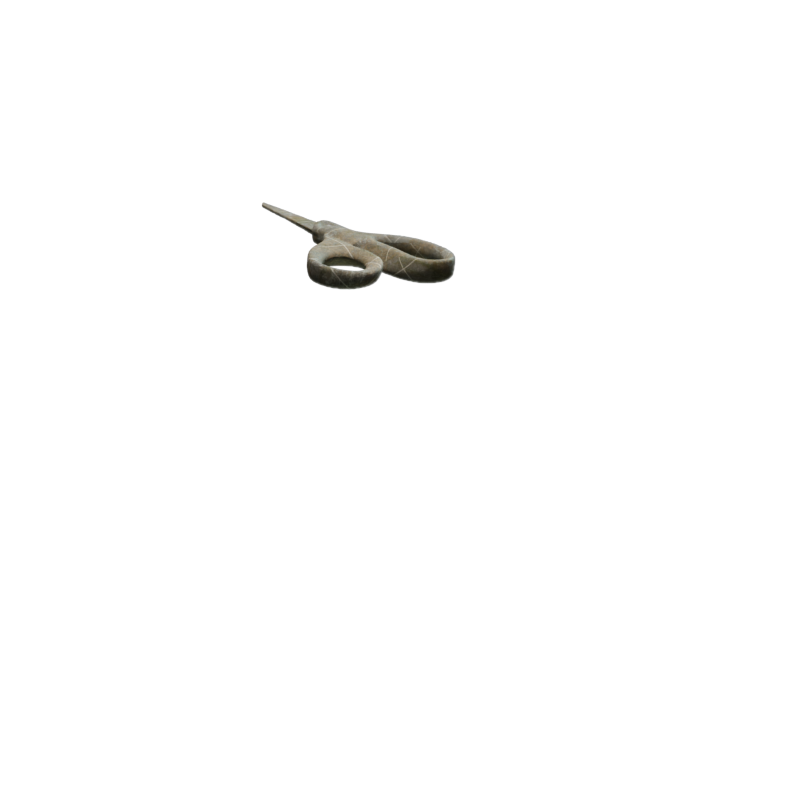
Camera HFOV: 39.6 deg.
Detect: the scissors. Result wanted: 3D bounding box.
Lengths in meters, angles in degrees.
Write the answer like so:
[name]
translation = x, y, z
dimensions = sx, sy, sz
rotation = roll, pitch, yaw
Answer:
[scissors]
translation = -0.056, -0.102, 0.712
dimensions = 0.095, 0.015, 0.214
rotation = -20, 30, -41
